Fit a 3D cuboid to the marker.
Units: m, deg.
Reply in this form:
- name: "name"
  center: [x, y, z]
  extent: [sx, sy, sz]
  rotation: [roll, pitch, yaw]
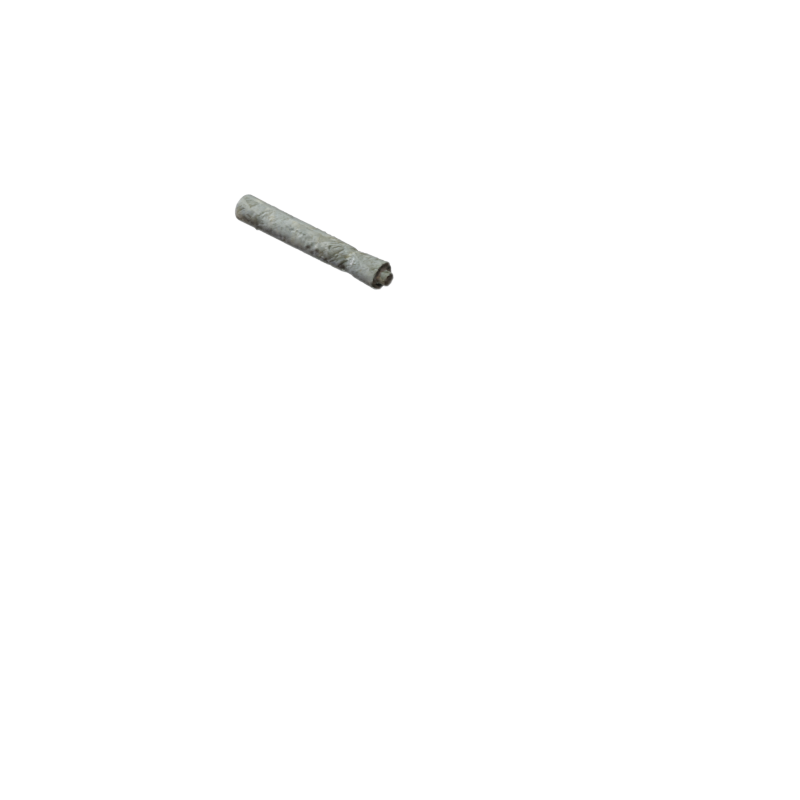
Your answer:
- name: "marker"
  center: [-0.055, -0.100, 0.703]
  extent: [0.128, 0.019, 0.019]
  rotation: [30, 18, 29]
